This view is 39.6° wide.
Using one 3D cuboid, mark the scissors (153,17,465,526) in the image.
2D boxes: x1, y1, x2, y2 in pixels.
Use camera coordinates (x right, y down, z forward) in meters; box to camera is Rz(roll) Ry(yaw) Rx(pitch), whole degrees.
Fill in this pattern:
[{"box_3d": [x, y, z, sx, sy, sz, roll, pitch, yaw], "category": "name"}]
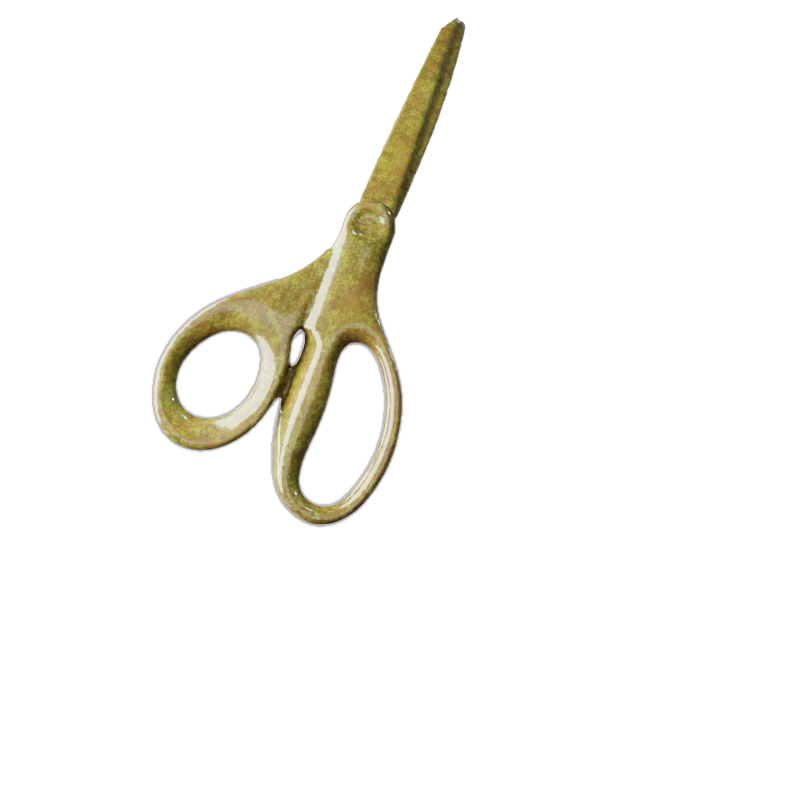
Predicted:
[{"box_3d": [-0.032, -0.058, 0.408, 0.096, 0.210, 0.015, 6, -20, 2], "category": "scissors"}]
